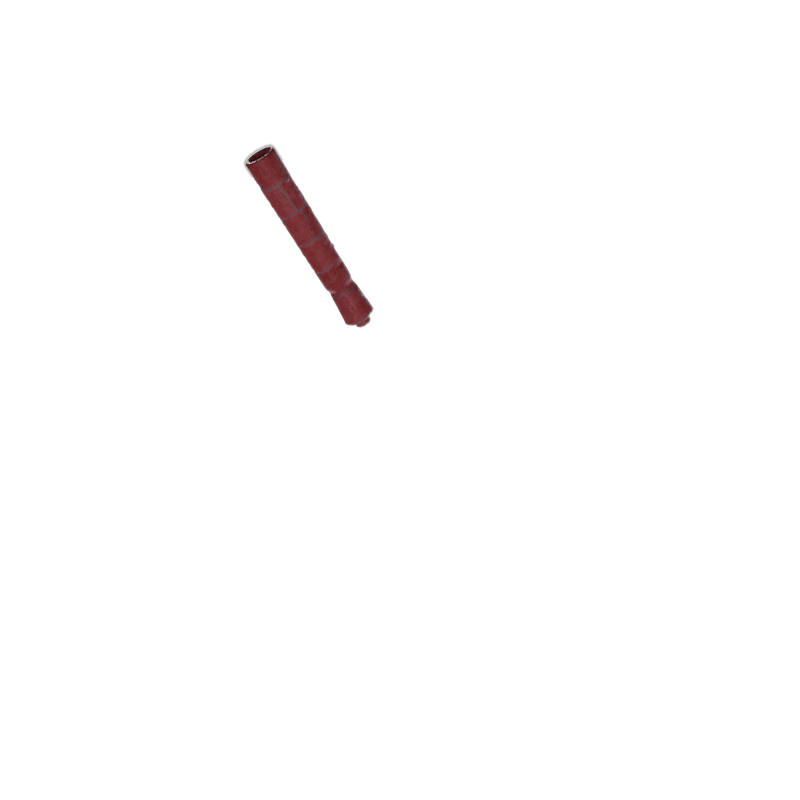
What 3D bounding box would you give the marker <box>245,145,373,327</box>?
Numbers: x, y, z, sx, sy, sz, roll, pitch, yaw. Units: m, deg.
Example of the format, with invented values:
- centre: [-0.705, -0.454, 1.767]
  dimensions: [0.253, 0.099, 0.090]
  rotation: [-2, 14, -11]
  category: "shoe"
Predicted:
- centre: [-0.049, -0.090, 0.631]
  dimensions: [0.020, 0.114, 0.021]
  rotation: [-27, 23, 12]
  category: "marker"
